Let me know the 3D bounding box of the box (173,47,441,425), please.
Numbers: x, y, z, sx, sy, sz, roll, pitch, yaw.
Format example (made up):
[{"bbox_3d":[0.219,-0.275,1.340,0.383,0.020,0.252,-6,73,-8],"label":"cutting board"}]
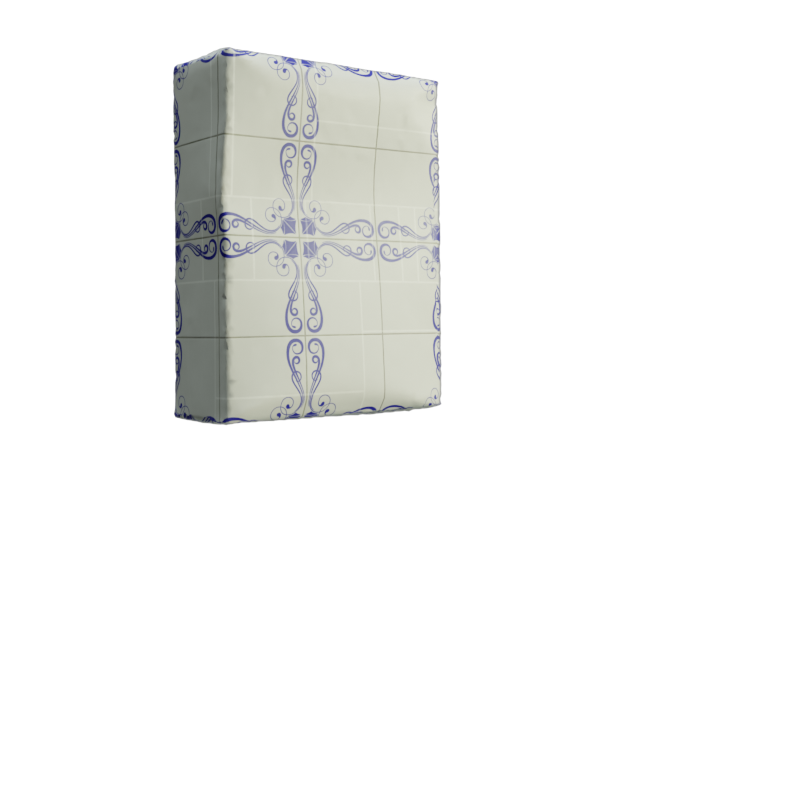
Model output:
[{"bbox_3d":[-0.053,-0.098,0.683,0.158,0.215,0.074,0,-3,-37],"label":"box"}]
